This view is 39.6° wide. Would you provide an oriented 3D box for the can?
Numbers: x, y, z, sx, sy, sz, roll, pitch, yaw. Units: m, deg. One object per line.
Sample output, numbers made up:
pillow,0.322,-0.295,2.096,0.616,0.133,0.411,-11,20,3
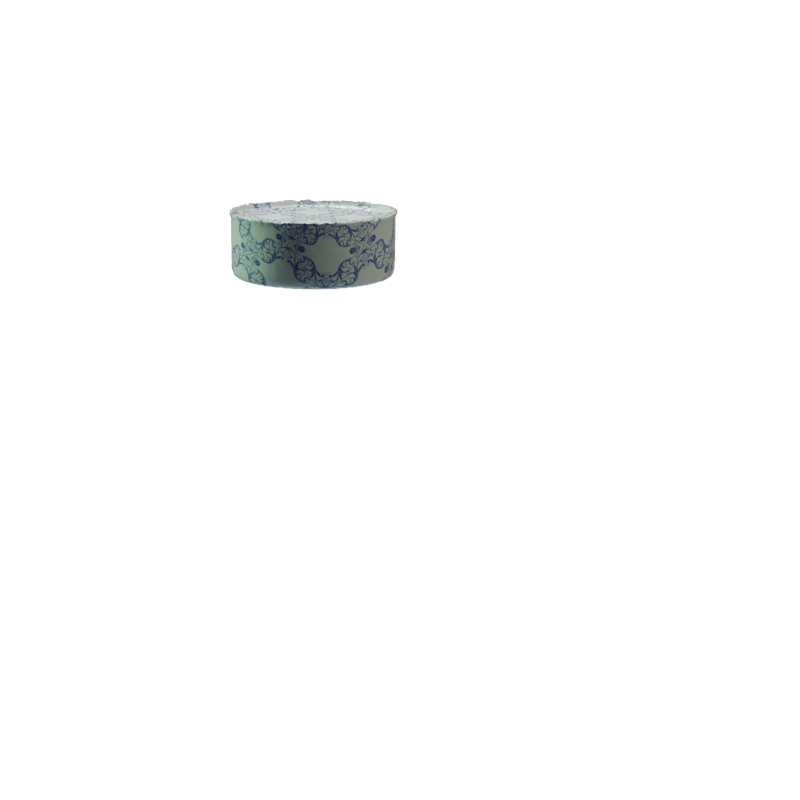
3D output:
can,-0.045,-0.081,0.571,0.086,0.033,0.089,0,16,-2
